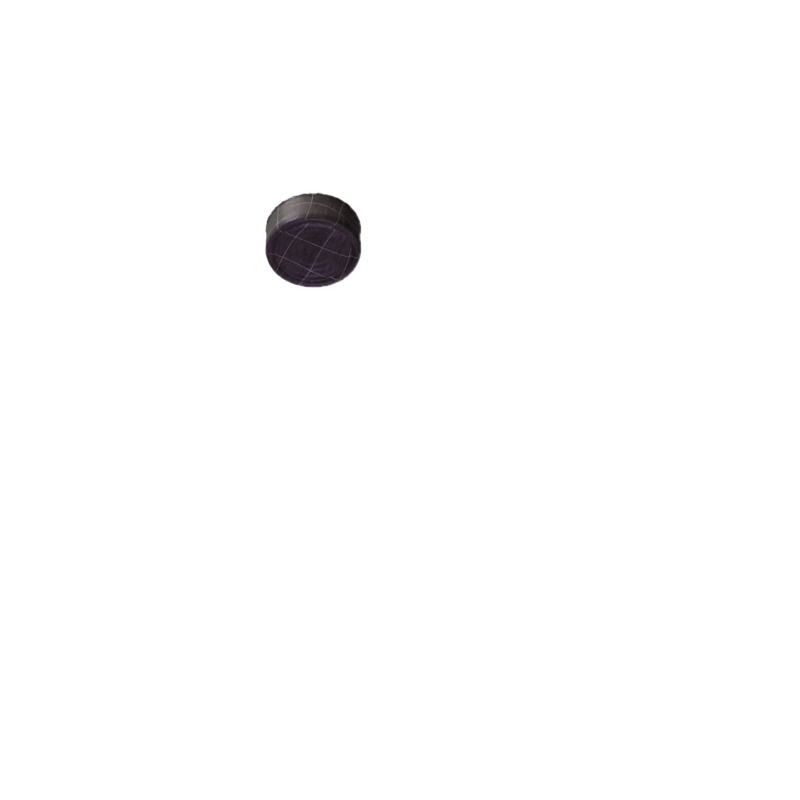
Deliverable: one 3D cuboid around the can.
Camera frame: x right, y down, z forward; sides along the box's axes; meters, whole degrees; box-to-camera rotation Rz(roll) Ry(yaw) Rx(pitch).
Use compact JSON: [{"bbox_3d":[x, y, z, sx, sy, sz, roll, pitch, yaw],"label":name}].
[{"bbox_3d":[-0.077,-0.140,0.983,0.086,0.036,0.080,1,-45,-1],"label":"can"}]
